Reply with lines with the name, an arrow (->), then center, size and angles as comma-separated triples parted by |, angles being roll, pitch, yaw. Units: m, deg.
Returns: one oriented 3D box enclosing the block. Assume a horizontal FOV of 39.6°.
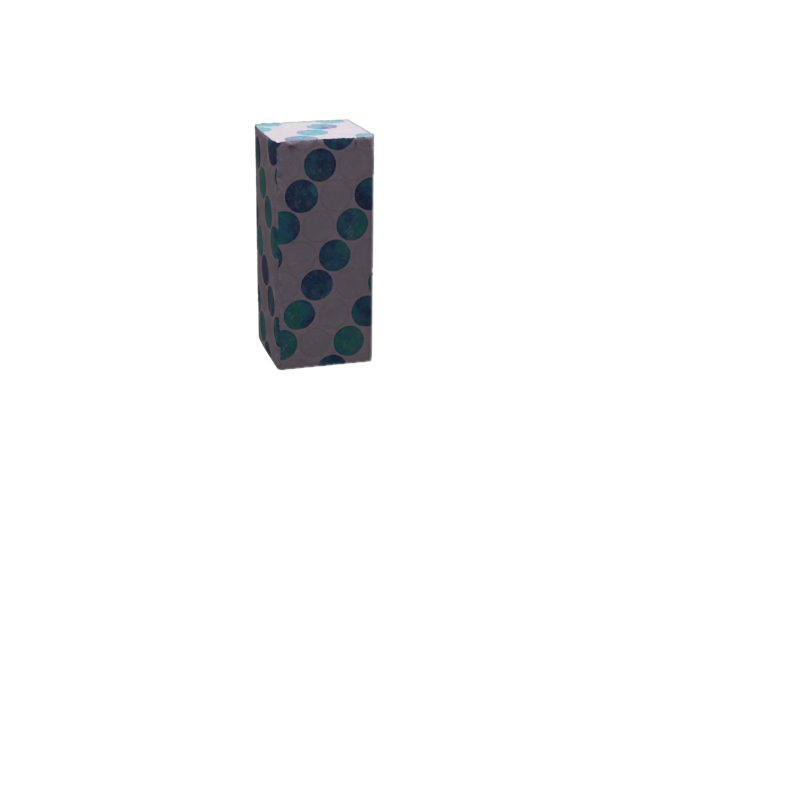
block -> -0.078, -0.142, 0.998 | 0.089, 0.198, 0.095 | -4, 19, -16
